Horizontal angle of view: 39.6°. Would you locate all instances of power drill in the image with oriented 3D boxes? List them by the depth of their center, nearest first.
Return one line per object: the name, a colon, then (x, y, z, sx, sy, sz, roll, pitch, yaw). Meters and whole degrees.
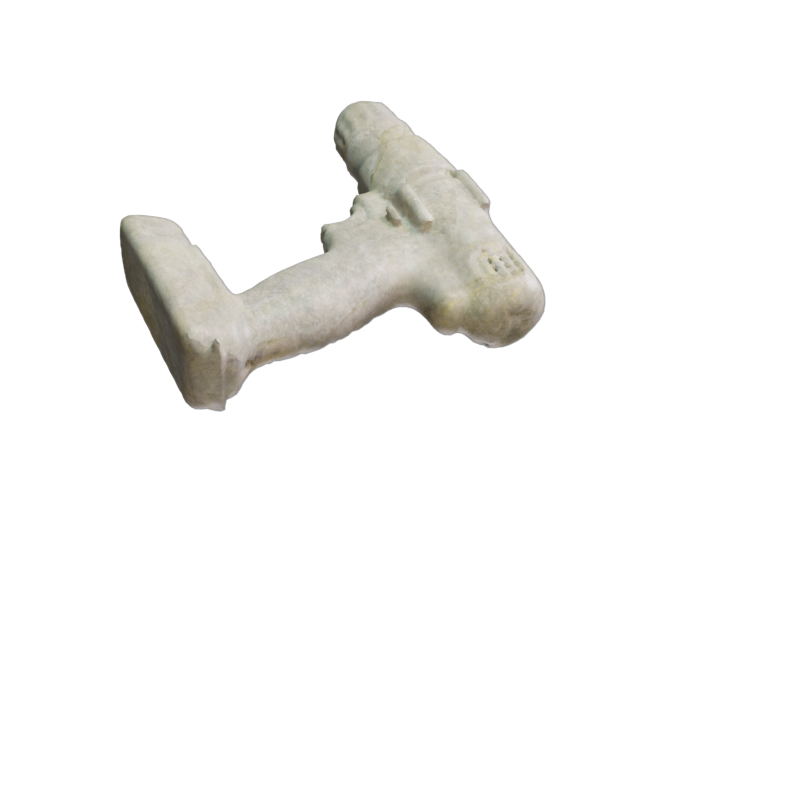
power drill: (-0.045, -0.082, 0.575, 0.186, 0.053, 0.200, -20, 50, -18)
